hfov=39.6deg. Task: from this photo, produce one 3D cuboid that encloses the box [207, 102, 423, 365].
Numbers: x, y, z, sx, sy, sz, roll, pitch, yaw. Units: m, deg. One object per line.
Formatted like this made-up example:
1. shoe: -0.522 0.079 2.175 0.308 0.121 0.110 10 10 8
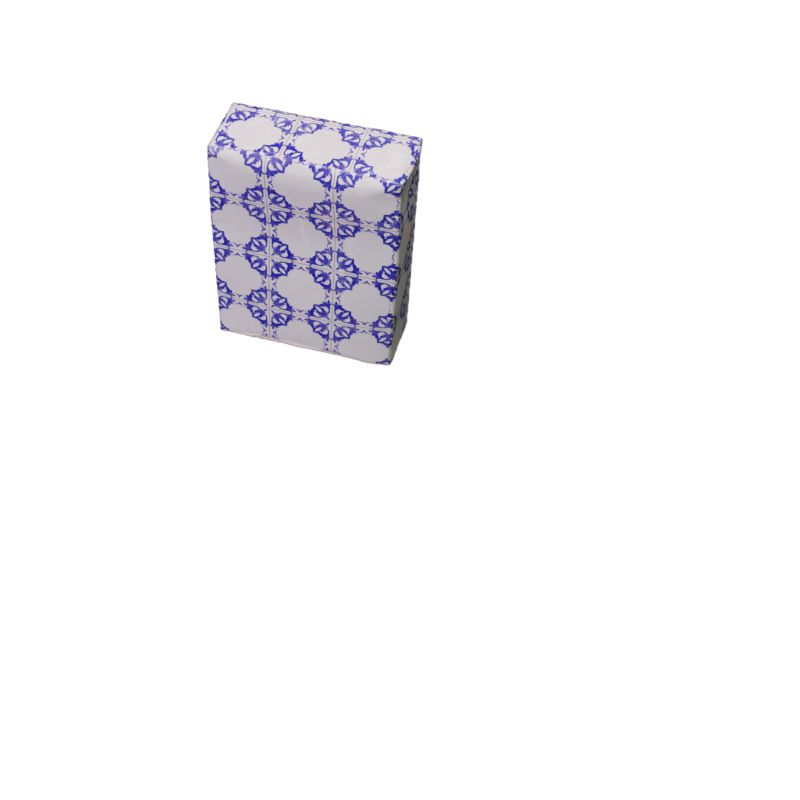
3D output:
1. box: -0.074 -0.135 0.943 0.168 0.199 0.075 14 48 10
